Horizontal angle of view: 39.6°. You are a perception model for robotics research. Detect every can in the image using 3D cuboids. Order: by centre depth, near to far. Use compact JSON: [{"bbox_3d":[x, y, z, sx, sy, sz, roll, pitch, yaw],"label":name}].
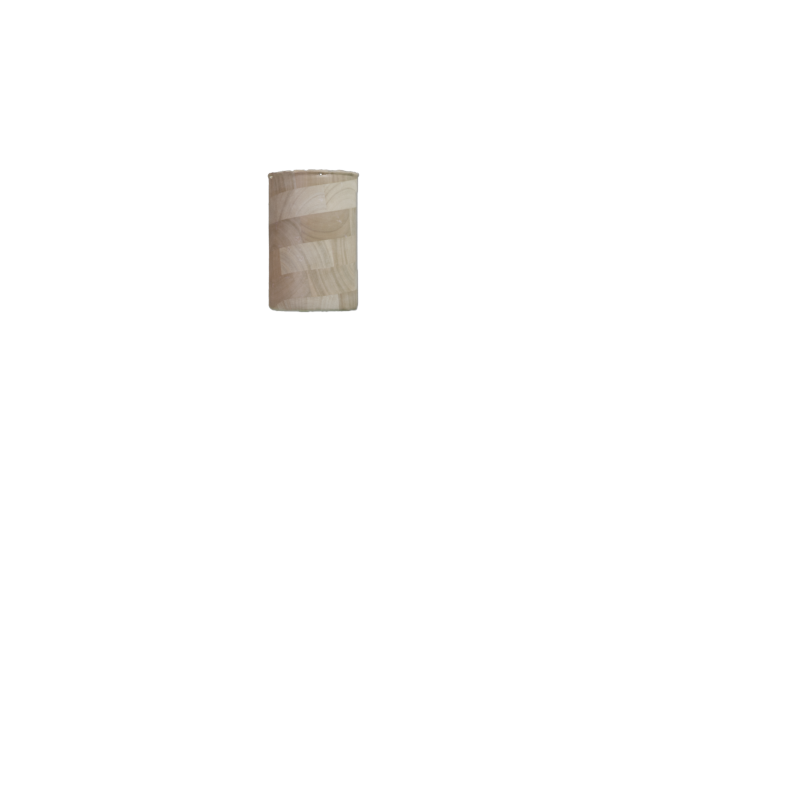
[{"bbox_3d":[-0.064,-0.118,0.823,0.068,0.102,0.069,0,1,-2],"label":"can"}]
